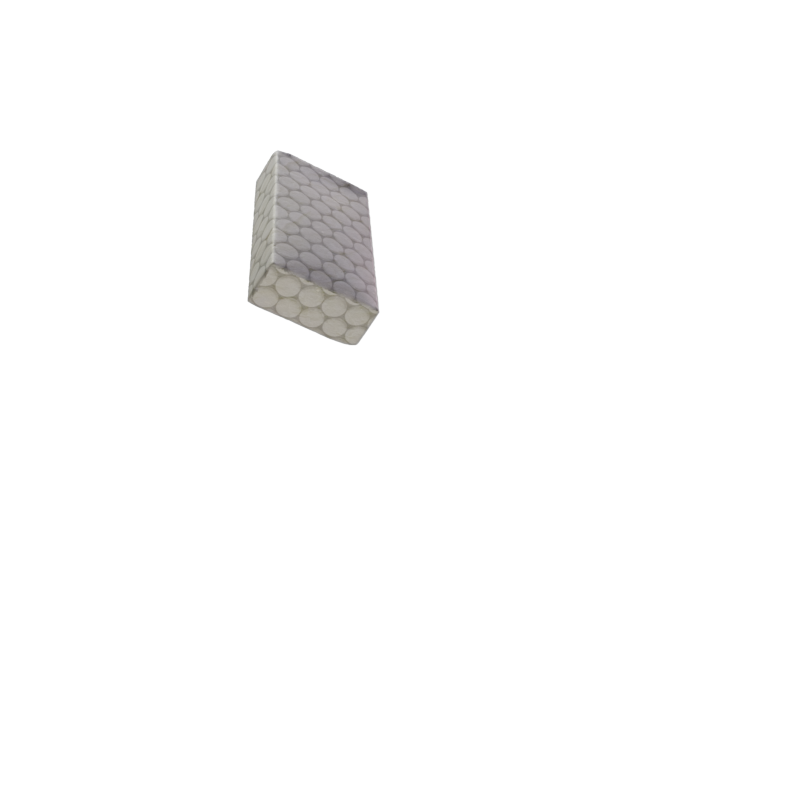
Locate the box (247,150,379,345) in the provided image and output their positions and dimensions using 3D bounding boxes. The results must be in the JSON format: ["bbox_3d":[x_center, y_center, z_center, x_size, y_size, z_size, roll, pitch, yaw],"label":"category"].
[{"bbox_3d":[-0.069,-0.126,0.878,0.090,0.046,0.189,22,35,-20],"label":"box"}]
